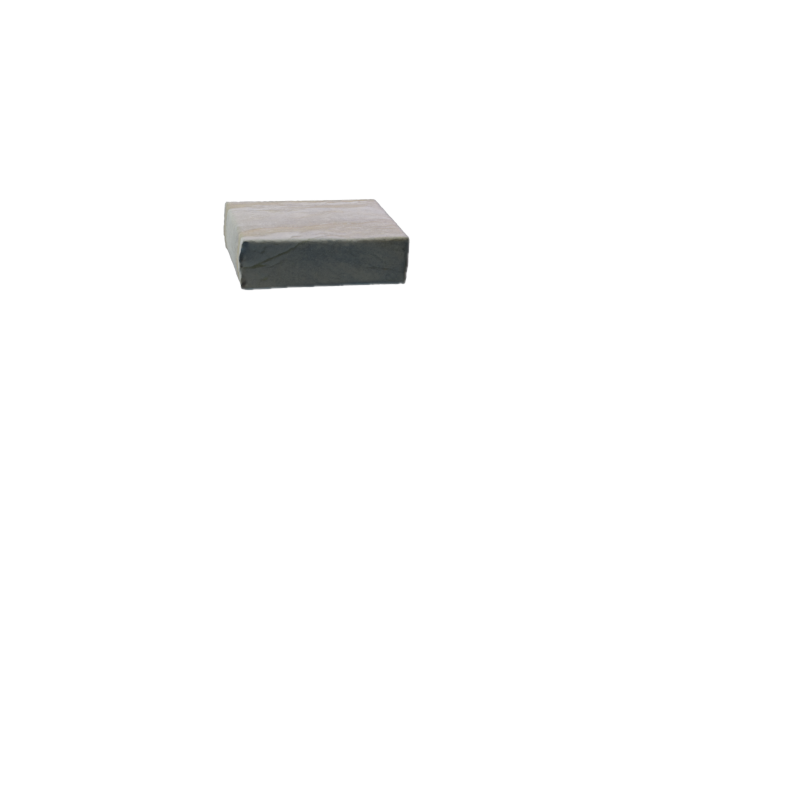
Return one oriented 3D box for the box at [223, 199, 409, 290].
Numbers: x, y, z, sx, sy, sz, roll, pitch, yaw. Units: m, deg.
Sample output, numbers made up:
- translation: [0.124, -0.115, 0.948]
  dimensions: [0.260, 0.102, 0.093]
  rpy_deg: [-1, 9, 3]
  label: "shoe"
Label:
- translation: [-0.059, -0.107, 0.752]
  dimensions: [0.112, 0.037, 0.095]
  rpy_deg: [-5, 24, -12]
  label: "box"
